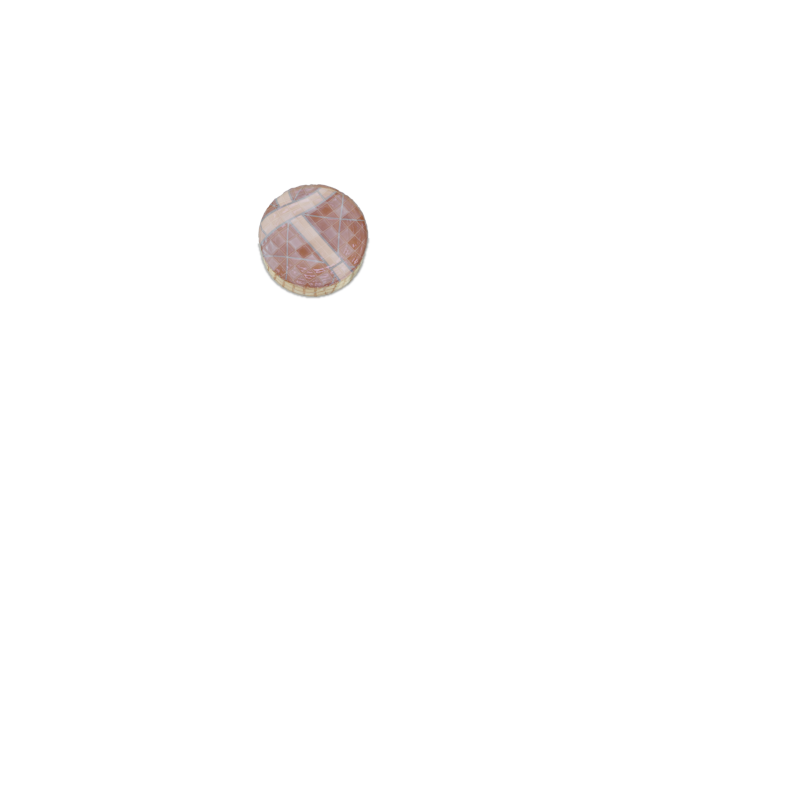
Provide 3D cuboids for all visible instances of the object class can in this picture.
[{"bbox_3d":[-0.069,-0.125,0.879,0.086,0.089,0.032,-1,-17,-1],"label":"can"}]
